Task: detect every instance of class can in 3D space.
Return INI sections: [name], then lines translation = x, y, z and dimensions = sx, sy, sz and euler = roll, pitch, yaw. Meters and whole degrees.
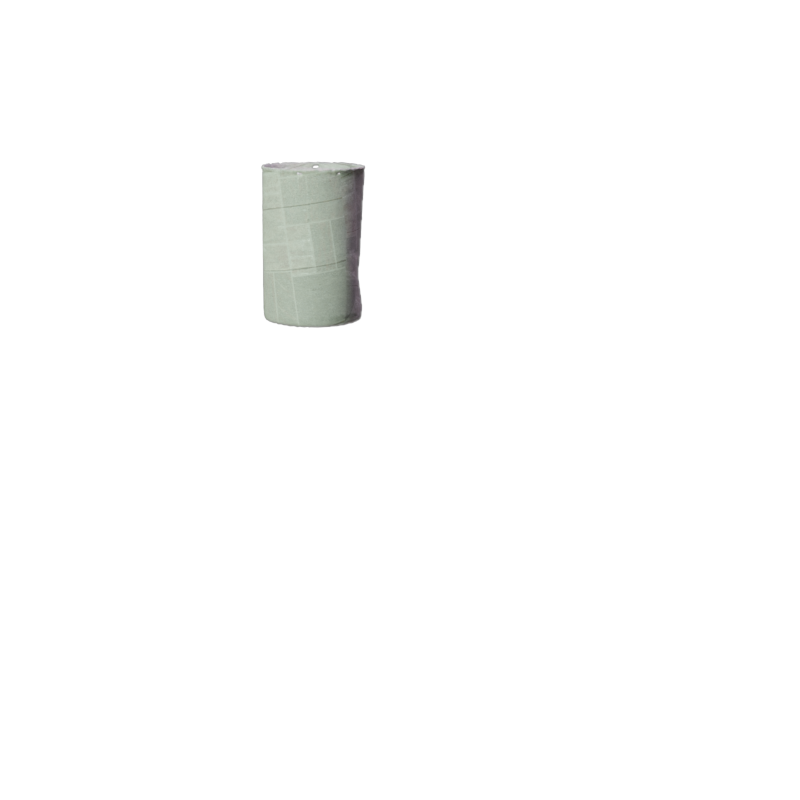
[can]
translation = -0.057, -0.105, 0.733
dimensions = 0.068, 0.100, 0.070
euler = 0, 11, -2
